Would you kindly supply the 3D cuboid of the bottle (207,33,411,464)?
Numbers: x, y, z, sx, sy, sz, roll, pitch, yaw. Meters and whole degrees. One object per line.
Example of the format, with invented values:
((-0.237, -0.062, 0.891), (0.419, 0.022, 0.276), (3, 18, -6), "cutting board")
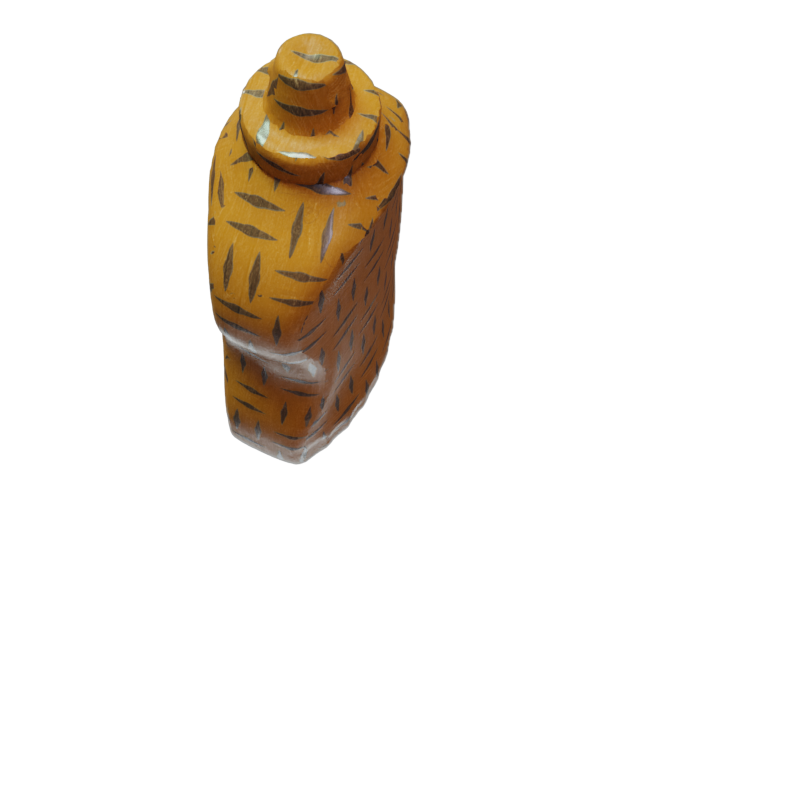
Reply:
((-0.030, -0.054, 0.379), (0.060, 0.099, 0.181), (24, -25, 7), "bottle")
